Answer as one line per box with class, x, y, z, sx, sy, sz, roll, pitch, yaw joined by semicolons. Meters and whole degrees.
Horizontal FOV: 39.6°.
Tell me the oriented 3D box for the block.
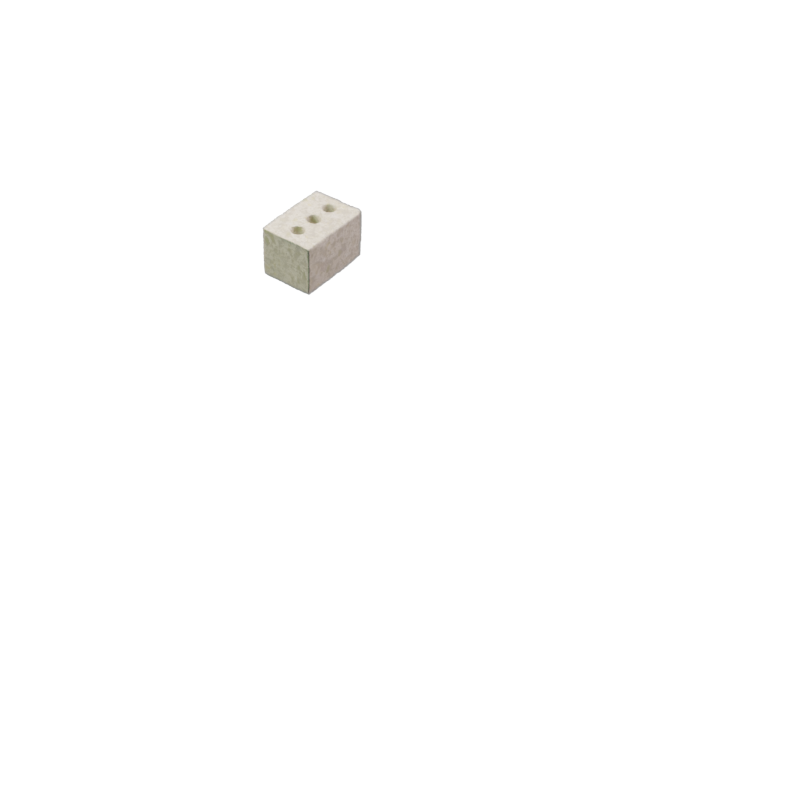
block;-0.077;-0.140;0.978;0.056;0.048;0.079;25;46;26
